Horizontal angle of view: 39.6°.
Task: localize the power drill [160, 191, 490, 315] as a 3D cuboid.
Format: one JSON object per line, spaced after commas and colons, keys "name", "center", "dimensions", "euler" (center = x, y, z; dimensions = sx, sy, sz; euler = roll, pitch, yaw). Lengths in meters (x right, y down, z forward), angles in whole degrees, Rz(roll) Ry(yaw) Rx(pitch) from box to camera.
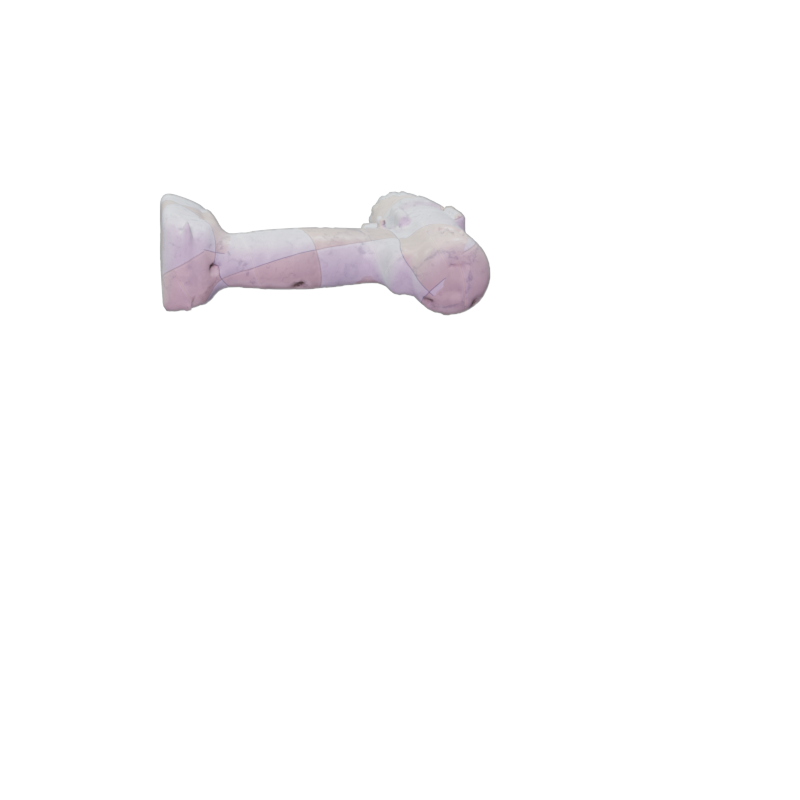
{"name": "power drill", "center": [-0.053, -0.097, 0.681], "dimensions": [0.186, 0.055, 0.193], "euler": [-3, 18, -9]}
